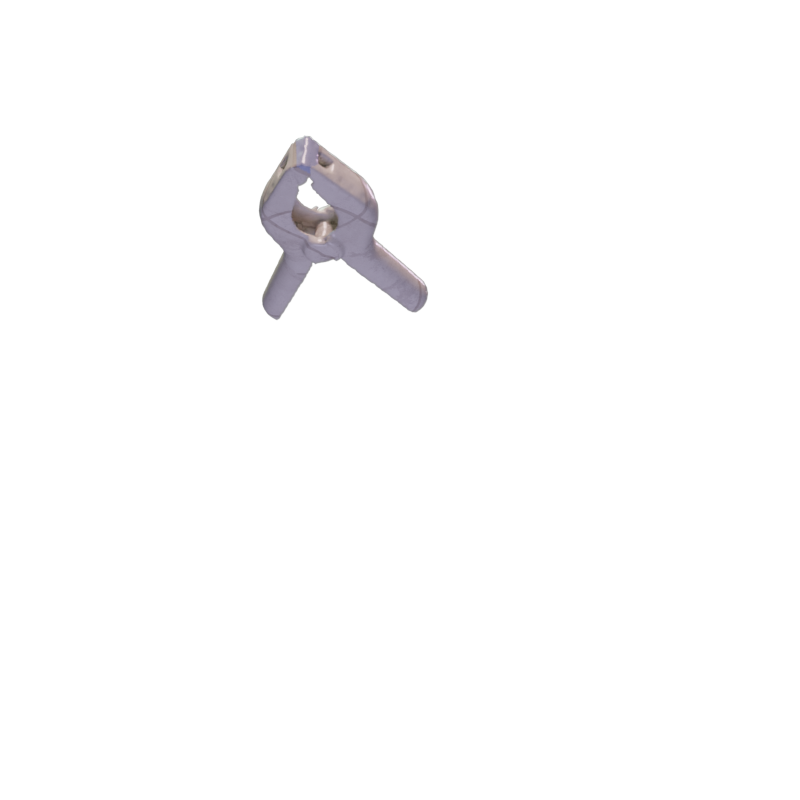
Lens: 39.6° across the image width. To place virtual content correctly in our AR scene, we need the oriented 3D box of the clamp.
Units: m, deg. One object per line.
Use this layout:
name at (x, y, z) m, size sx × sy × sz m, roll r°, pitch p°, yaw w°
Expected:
clamp at (-0.059, -0.108, 0.759) m, size 0.121 × 0.042 × 0.158 m, roll -12°, pitch -42°, yaw 14°
